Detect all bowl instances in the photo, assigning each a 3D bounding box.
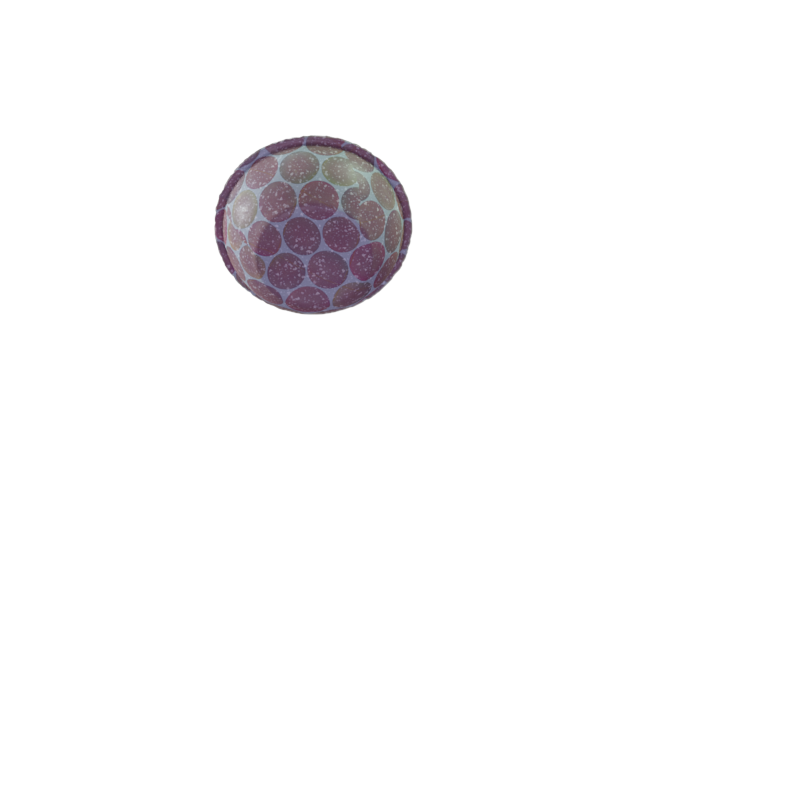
[{"bbox_3d":[-0.069,-0.126,0.882,0.162,0.153,0.058,1,29,-1],"label":"bowl"}]
